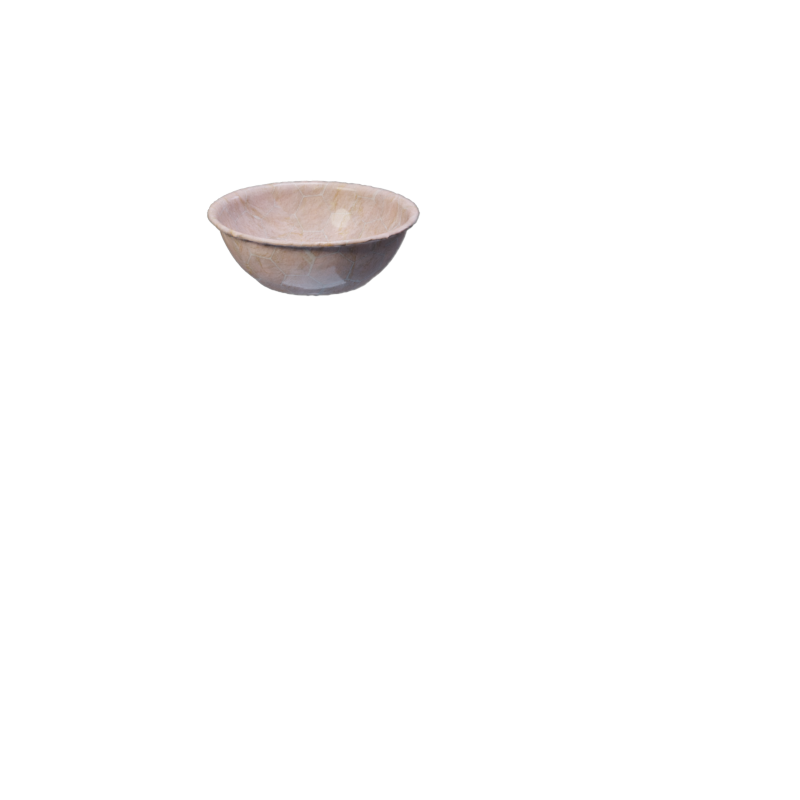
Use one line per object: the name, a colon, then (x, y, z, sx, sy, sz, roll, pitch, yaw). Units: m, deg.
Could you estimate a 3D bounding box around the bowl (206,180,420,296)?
bowl: (-0.067, -0.122, 0.853, 0.162, 0.052, 0.171, -1, 26, -2)
